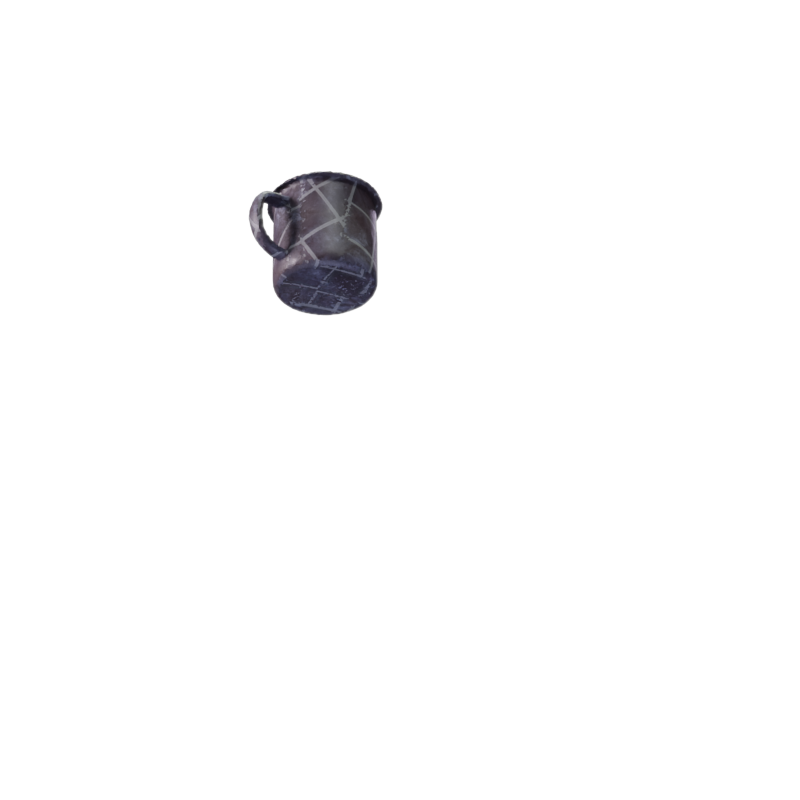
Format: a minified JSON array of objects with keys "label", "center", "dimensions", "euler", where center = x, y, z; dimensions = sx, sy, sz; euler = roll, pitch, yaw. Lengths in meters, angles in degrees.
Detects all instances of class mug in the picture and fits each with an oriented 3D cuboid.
[{"label":"mug","center":[-0.068,-0.124,0.869],"dimensions":[0.110,0.087,0.093],"euler":[24,-39,-35]}]
